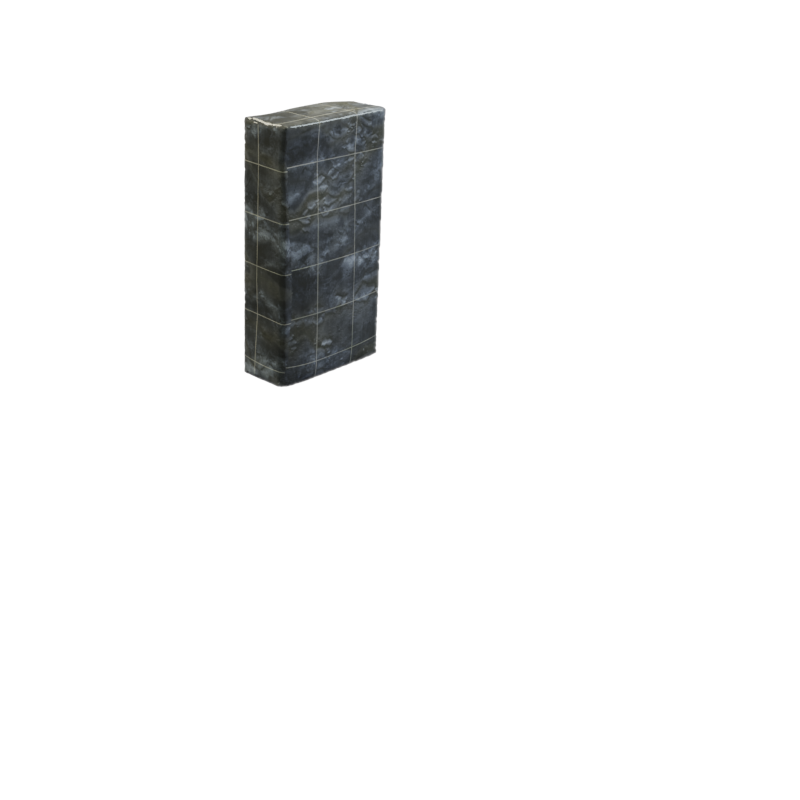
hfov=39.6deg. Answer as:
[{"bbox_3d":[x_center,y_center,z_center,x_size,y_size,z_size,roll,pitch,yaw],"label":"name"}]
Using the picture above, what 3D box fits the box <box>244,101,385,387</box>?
[{"bbox_3d":[-0.057,-0.105,0.732,0.051,0.169,0.092,17,24,40],"label":"box"}]
